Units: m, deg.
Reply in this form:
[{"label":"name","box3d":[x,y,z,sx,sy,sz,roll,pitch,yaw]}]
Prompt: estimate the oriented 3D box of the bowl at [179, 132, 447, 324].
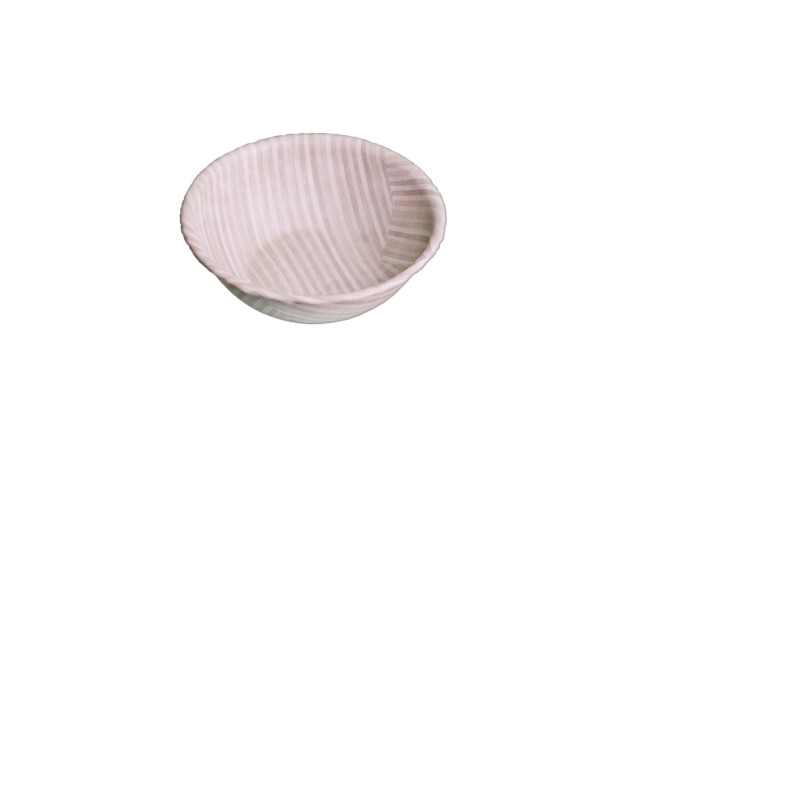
[{"label":"bowl","box3d":[-0.054,-0.098,0.690,0.162,0.174,0.051,-1,-45,-1]}]
